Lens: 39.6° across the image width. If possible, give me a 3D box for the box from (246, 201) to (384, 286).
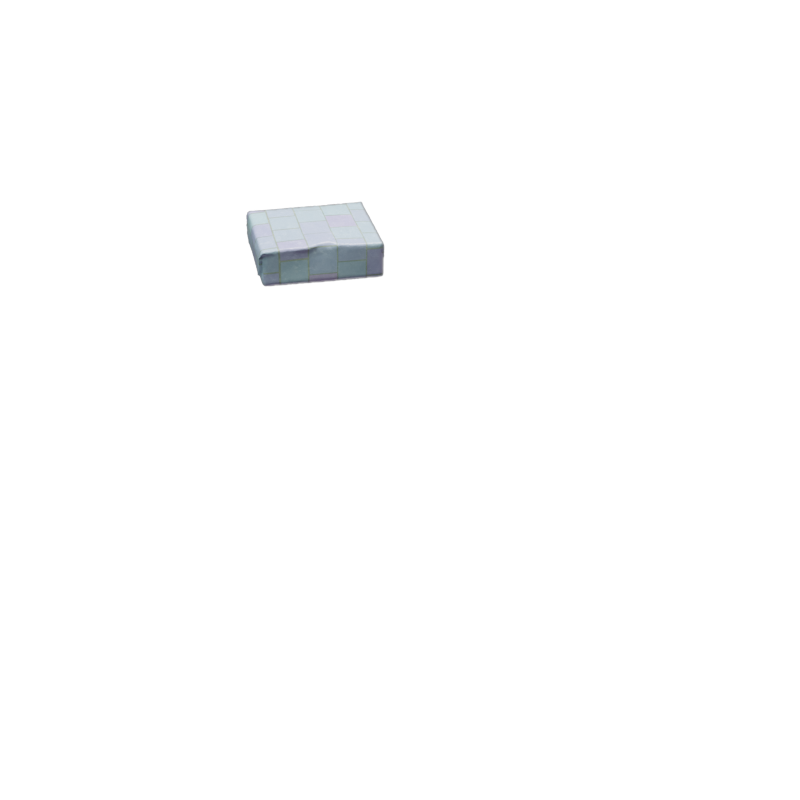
[{"bbox_3d":[-0.062,-0.114,0.796,0.088,0.028,0.078,-6,32,-10],"label":"box"}]
